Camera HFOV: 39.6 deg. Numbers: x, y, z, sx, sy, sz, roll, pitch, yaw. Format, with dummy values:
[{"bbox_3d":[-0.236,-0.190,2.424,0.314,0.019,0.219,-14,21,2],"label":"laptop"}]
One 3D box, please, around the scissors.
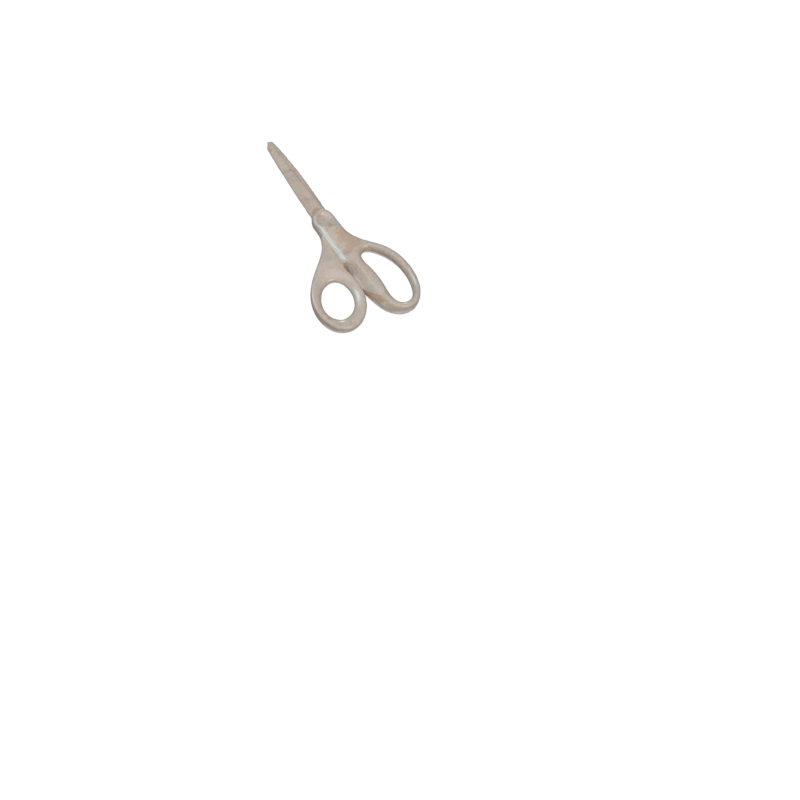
[{"bbox_3d":[-0.072,-0.131,0.918,0.212,0.097,0.015,41,-22,21],"label":"scissors"}]
